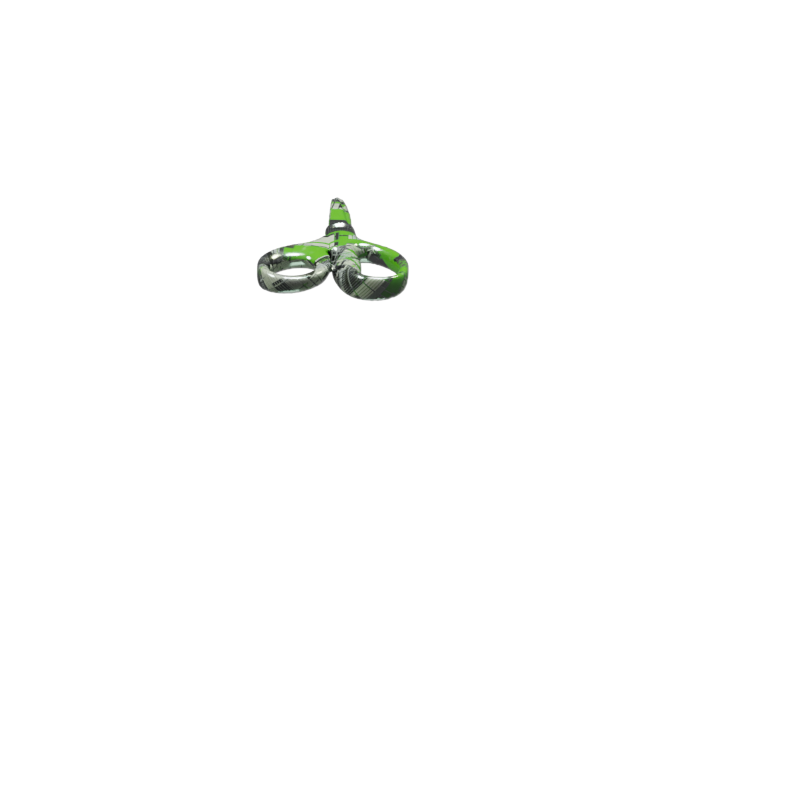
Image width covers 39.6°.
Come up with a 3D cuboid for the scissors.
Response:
[{"bbox_3d":[-0.055,-0.100,0.701,0.095,0.015,0.214,-7,24,-16],"label":"scissors"}]
